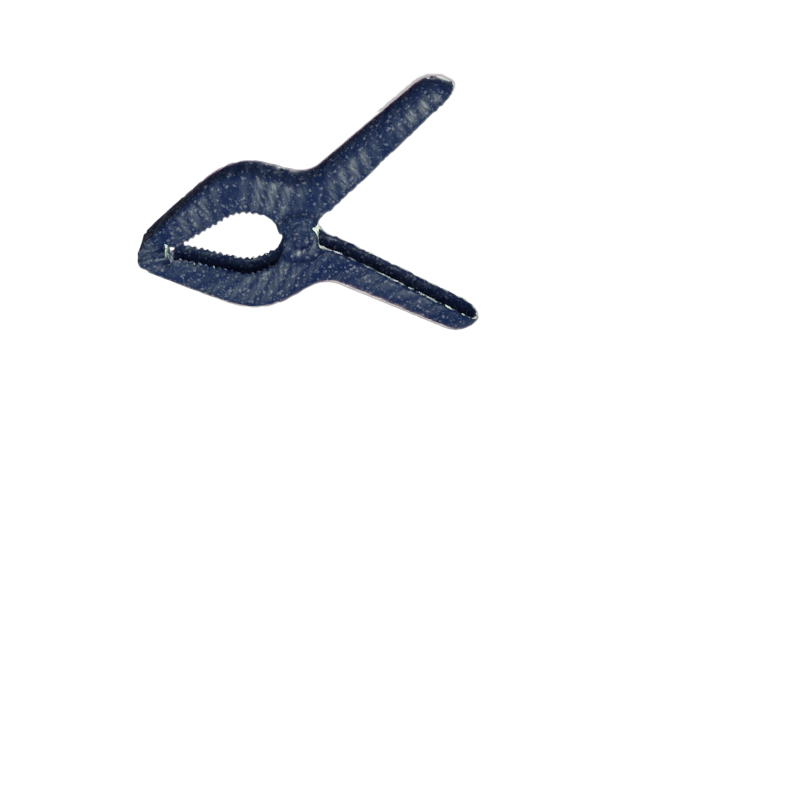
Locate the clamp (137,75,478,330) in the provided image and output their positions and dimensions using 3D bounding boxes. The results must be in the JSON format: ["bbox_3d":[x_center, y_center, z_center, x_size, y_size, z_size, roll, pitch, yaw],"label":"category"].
[{"bbox_3d":[-0.053,-0.097,0.680,0.211,0.155,0.038,-13,24,6],"label":"clamp"}]
